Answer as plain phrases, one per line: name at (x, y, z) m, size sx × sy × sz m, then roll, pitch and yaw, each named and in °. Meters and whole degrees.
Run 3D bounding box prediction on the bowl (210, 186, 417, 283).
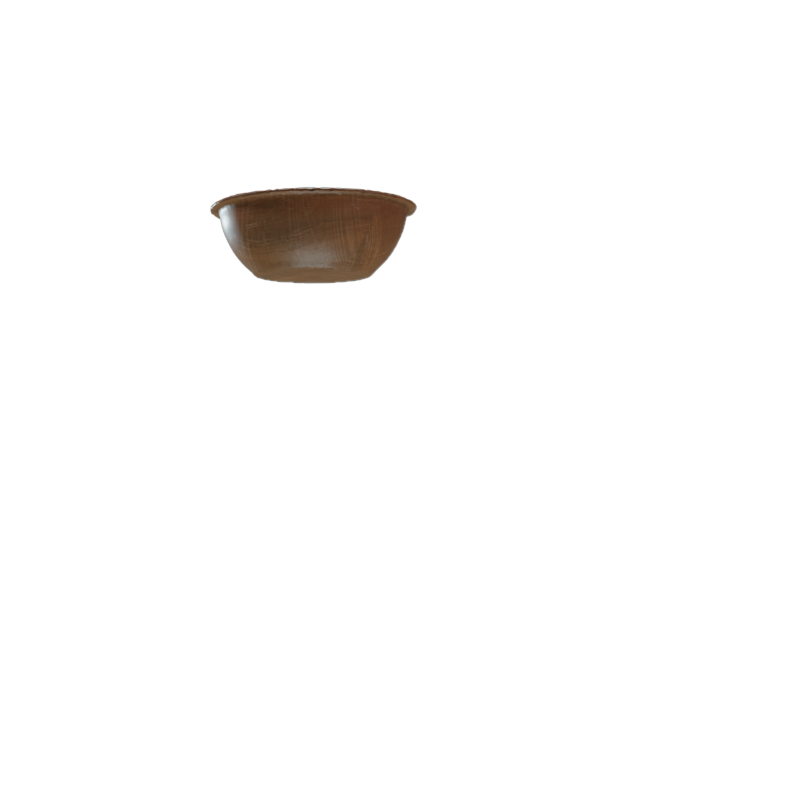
bowl at (-0.068, -0.123, 0.864) m, size 0.162 × 0.056 × 0.160 m, roll 0°, pitch -2°, yaw -2°
